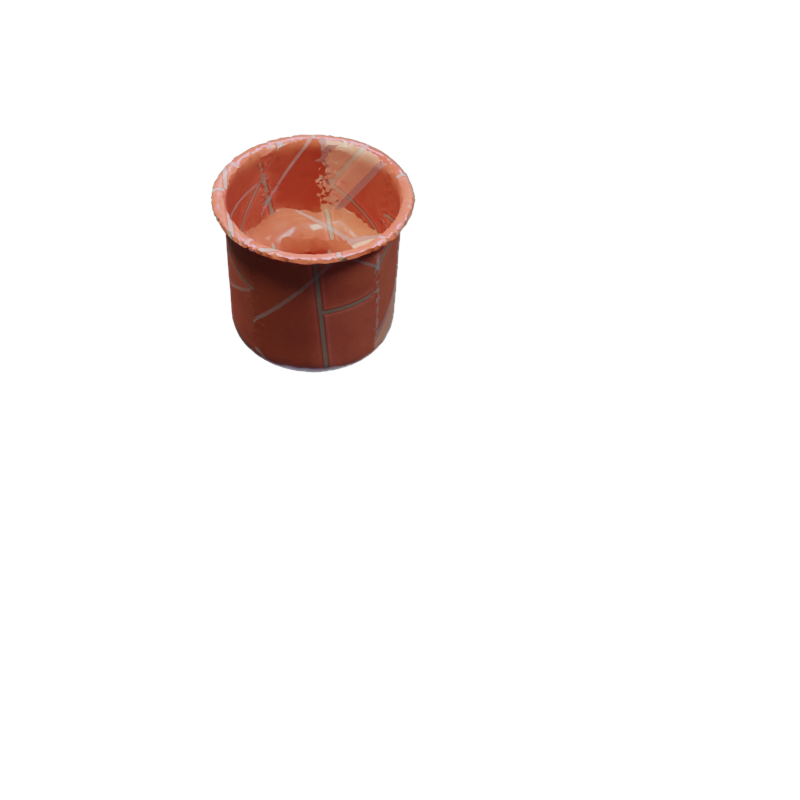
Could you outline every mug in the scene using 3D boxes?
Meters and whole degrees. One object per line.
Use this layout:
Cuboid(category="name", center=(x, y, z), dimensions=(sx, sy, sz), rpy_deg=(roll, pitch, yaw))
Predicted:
Cuboid(category="mug", center=(-0.042, -0.077, 0.542), dimensions=(0.093, 0.126, 0.076), rpy_deg=(0, -45, -2))
